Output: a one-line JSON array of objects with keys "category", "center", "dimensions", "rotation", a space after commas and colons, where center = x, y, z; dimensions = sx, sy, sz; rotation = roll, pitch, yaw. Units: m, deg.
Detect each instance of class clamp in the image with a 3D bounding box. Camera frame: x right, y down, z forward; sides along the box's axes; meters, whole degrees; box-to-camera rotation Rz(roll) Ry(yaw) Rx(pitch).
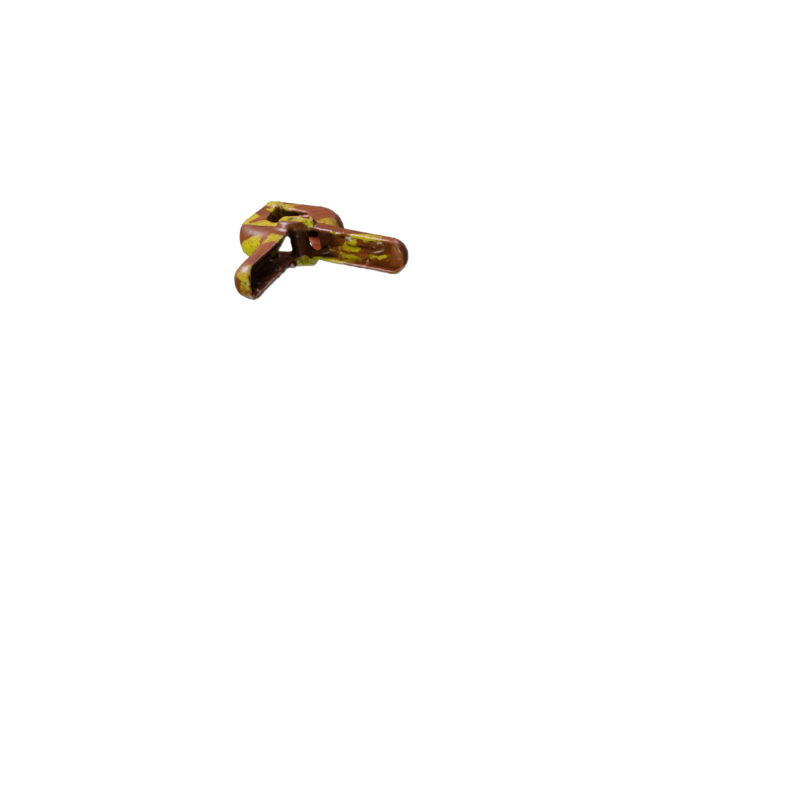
[{"category": "clamp", "center": [-0.064, -0.116, 0.814], "dimensions": [0.119, 0.037, 0.181], "rotation": [-3, 25, -7]}]
